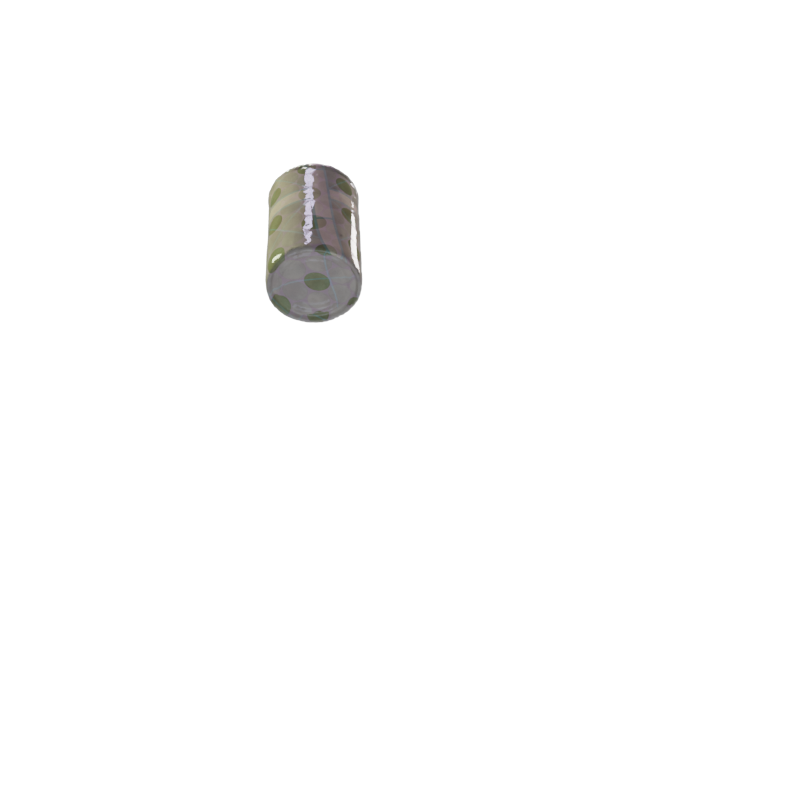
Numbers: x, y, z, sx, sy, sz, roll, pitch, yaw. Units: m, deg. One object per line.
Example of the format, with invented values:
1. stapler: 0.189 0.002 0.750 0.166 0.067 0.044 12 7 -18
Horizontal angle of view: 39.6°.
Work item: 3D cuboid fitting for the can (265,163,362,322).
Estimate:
1. can: -0.062 -0.113 0.791 0.068 0.064 0.110 -1 42 -3
